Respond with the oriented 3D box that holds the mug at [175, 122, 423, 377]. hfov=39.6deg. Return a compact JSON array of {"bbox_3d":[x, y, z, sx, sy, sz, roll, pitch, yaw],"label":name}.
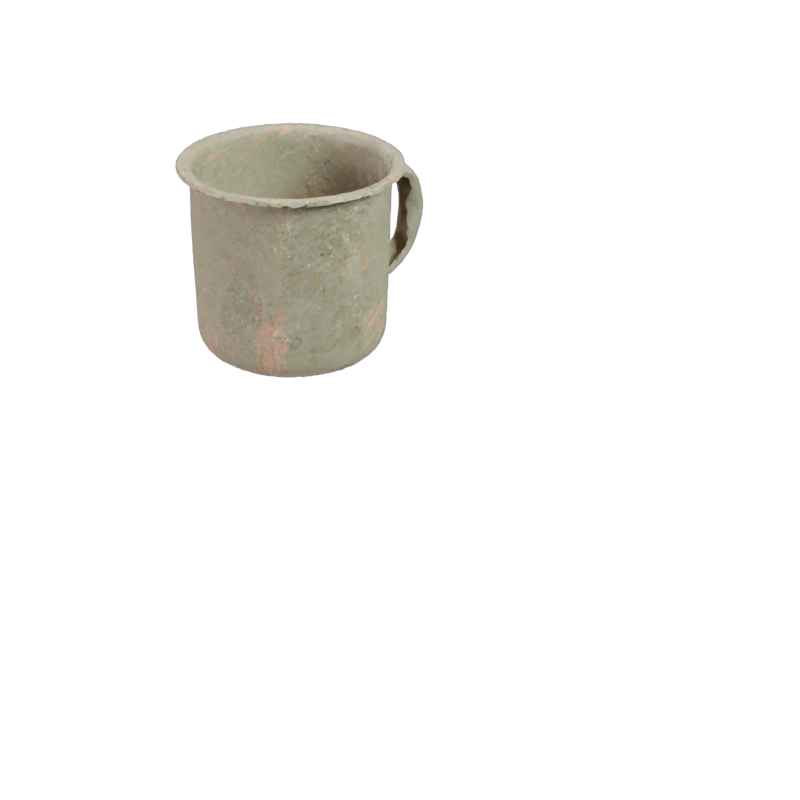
[{"bbox_3d":[-0.037,-0.067,0.472,0.116,0.077,0.100,-24,37,-37],"label":"mug"}]
